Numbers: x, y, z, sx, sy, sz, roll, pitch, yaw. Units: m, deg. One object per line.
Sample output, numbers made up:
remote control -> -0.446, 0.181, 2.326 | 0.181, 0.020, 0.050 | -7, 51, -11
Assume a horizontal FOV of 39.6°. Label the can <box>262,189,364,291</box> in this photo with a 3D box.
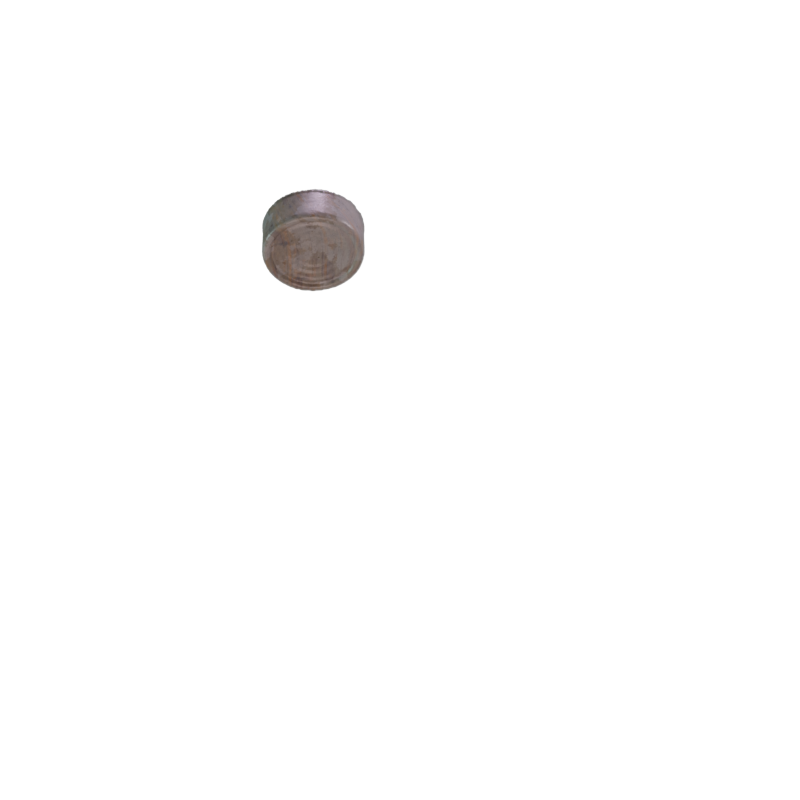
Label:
can -> -0.072, -0.131, 0.917 | 0.086, 0.036, 0.080 | 1, -45, -1
